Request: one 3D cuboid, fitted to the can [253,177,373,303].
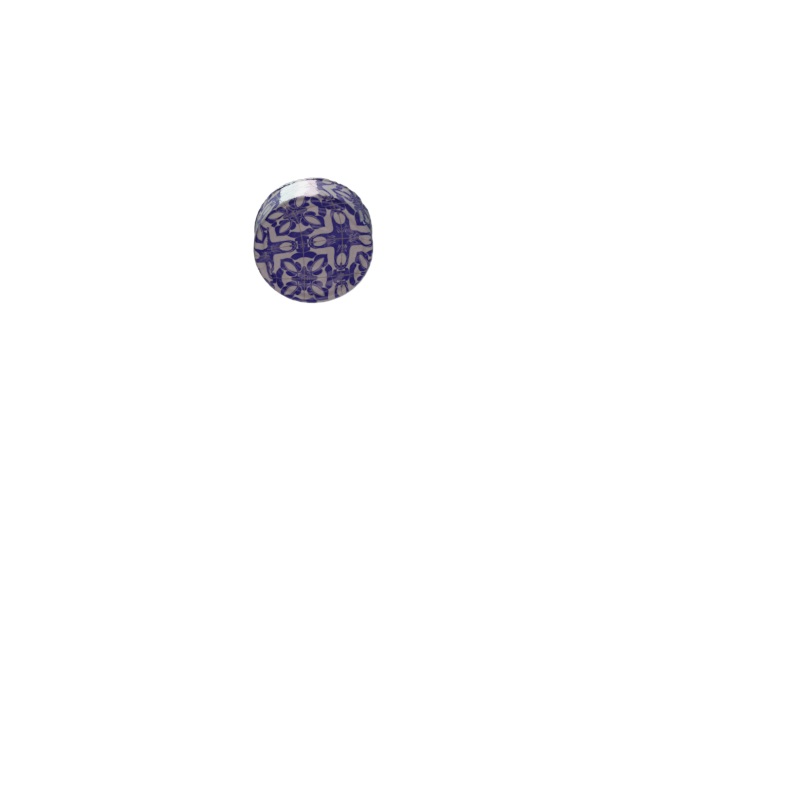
[{"bbox_3d":[-0.062,-0.113,0.788,0.086,0.081,0.036,1,29,-1],"label":"can"}]
